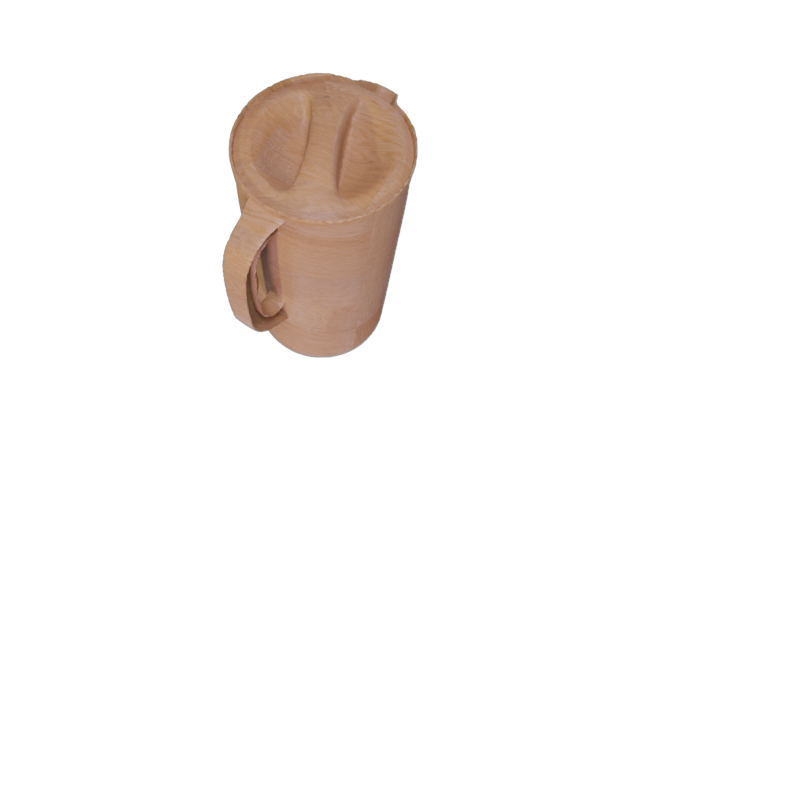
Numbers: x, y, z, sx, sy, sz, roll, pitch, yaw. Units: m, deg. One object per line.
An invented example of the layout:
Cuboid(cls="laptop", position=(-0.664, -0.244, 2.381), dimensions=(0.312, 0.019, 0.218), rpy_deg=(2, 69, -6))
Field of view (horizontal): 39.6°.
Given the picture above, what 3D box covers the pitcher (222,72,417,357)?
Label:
Cuboid(cls="pitcher", position=(-0.068, -0.124, 0.870), dimensions=(0.148, 0.155, 0.229), rpy_deg=(-9, -27, -8))
